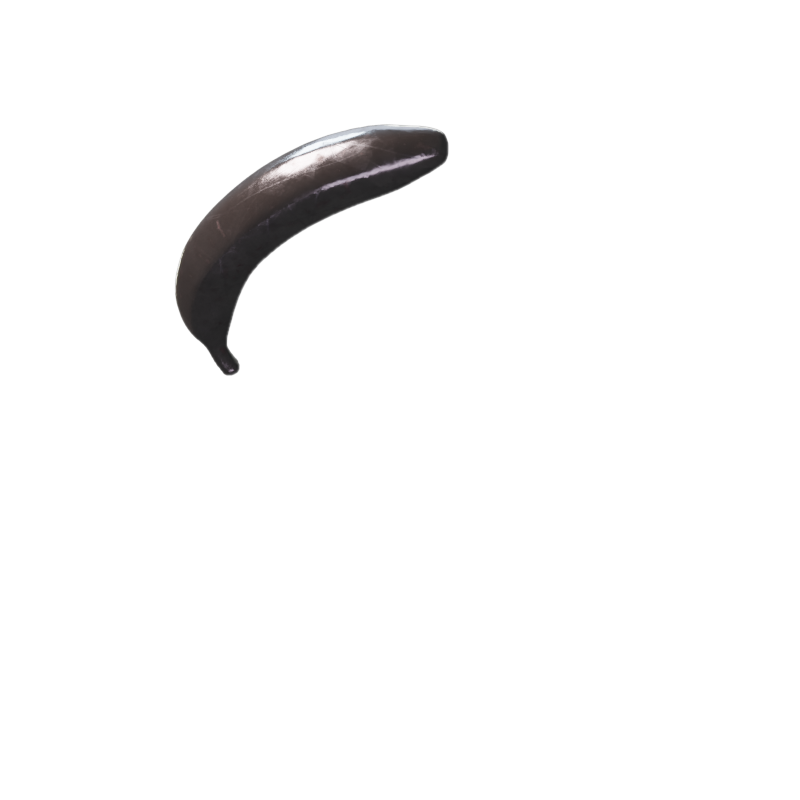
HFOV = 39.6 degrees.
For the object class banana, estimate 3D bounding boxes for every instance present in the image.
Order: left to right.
[{"bbox_3d":[-0.061,-0.086,0.563,0.066,0.039,0.194,27,-48,-28],"label":"banana"}]
